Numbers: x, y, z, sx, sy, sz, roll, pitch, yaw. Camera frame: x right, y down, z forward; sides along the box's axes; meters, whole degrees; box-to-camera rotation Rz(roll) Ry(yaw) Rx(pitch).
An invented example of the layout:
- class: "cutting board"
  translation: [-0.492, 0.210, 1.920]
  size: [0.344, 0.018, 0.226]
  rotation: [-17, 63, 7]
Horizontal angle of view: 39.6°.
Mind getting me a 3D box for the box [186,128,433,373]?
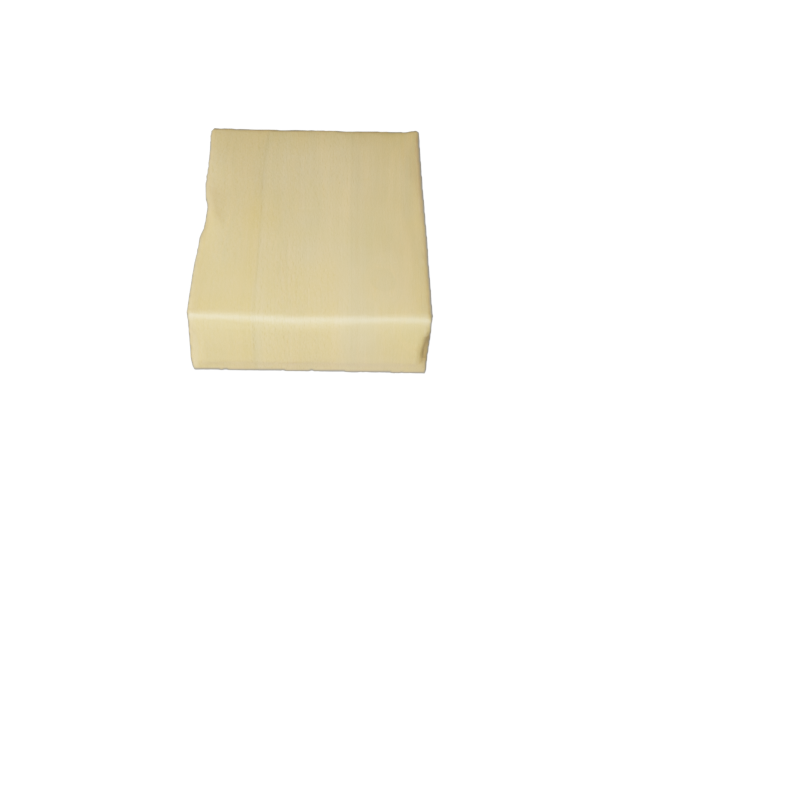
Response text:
- class: "box"
  translation: [-0.028, -0.052, 0.363]
  size: [0.073, 0.096, 0.028]
  rotation: [0, -40, 0]
